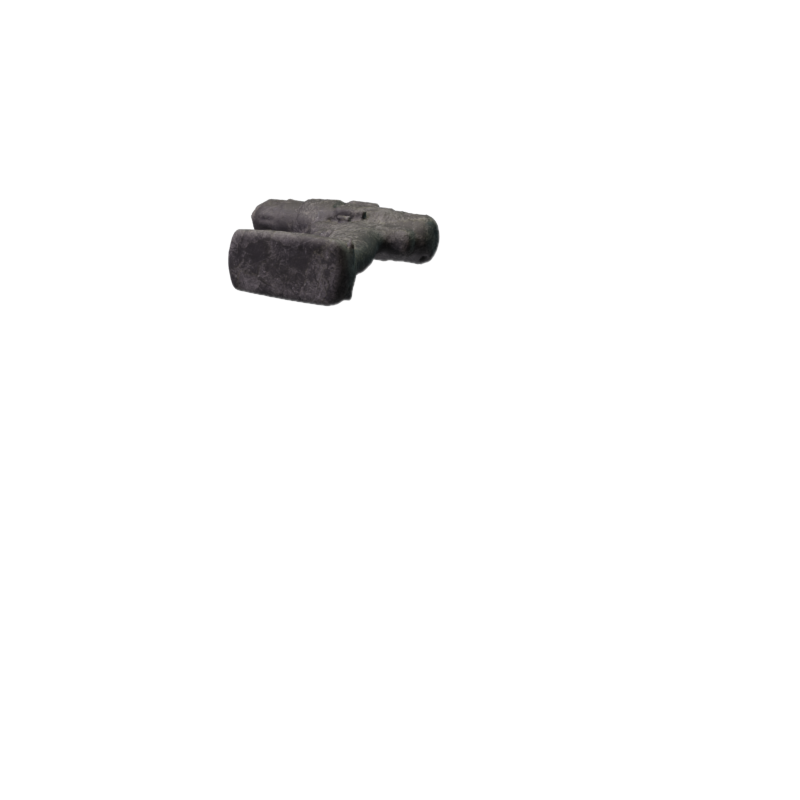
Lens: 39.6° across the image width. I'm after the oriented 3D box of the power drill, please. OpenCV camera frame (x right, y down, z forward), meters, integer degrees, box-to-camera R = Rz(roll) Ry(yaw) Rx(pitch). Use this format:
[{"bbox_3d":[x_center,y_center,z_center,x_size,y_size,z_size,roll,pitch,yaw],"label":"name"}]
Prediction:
[{"bbox_3d":[-0.076,-0.139,0.973,0.190,0.055,0.189,8,22,20],"label":"power drill"}]
